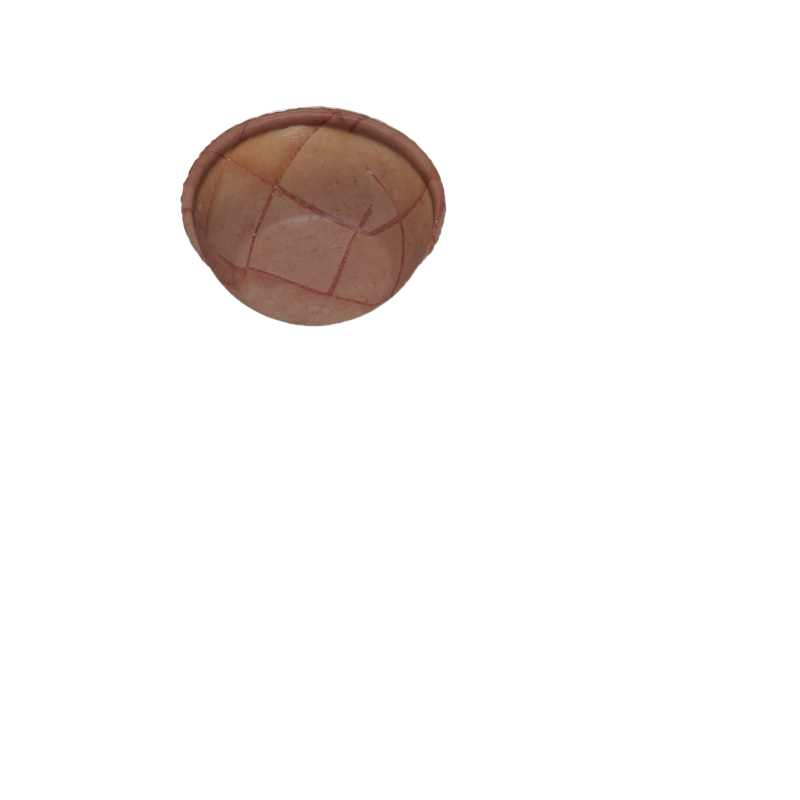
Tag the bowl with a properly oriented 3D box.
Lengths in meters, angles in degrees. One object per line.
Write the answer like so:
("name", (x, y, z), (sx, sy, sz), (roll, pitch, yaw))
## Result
("bowl", (-0.052, -0.094, 0.659), (0.162, 0.059, 0.151), (1, -42, -1))
